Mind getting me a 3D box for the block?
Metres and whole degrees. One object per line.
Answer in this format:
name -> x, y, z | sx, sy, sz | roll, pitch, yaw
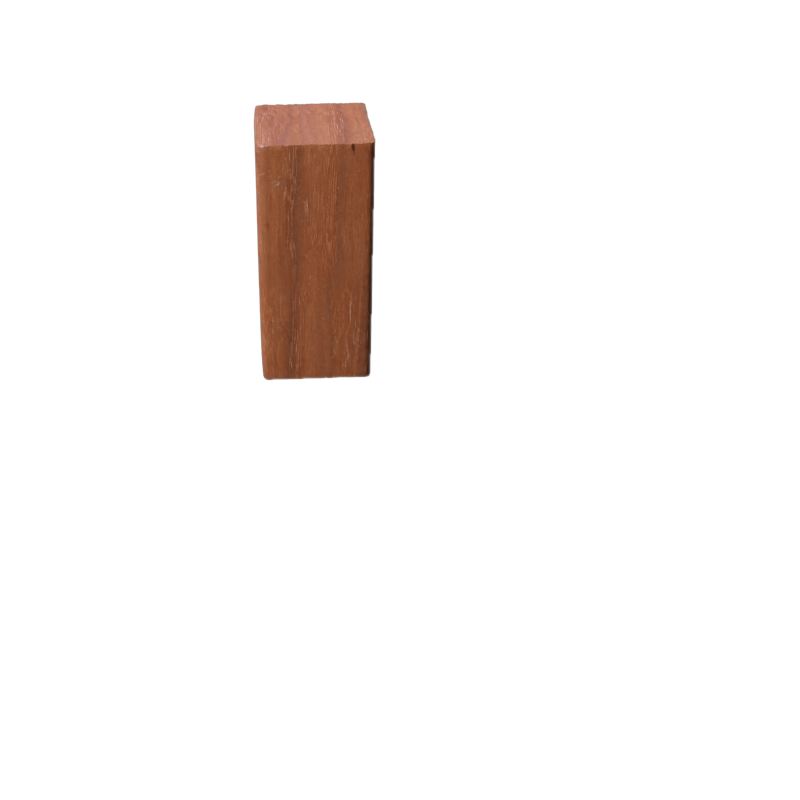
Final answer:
block -> -0.070, -0.127, 0.895 | 0.090, 0.194, 0.096 | -1, 30, -5
